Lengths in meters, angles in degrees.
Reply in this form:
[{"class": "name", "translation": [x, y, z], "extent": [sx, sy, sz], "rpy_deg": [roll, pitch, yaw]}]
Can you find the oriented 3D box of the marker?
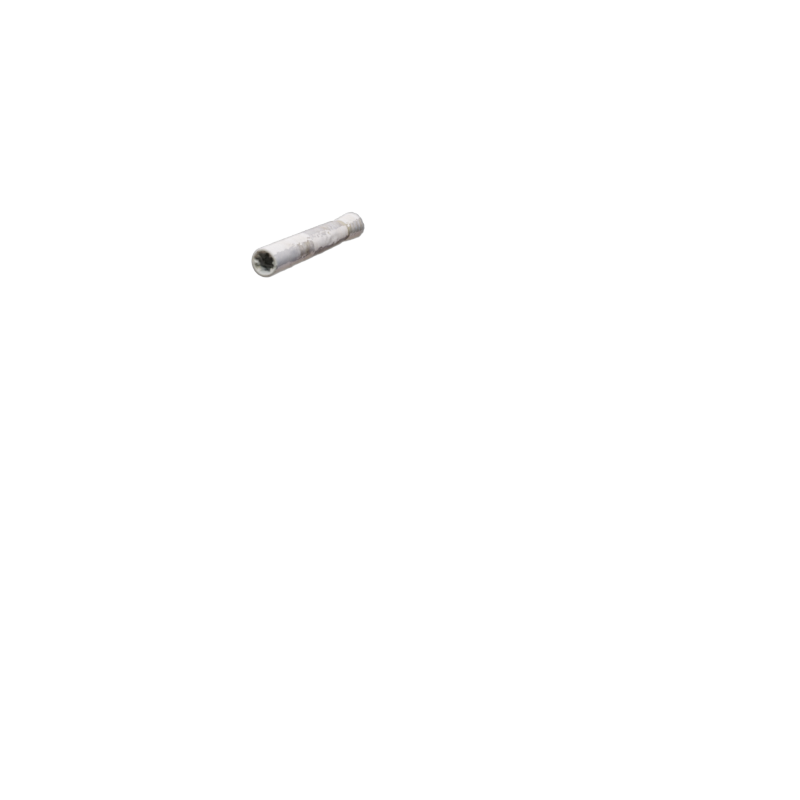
[{"class": "marker", "translation": [-0.056, -0.103, 0.718], "extent": [0.020, 0.019, 0.121], "rpy_deg": [2, 20, 27]}]
